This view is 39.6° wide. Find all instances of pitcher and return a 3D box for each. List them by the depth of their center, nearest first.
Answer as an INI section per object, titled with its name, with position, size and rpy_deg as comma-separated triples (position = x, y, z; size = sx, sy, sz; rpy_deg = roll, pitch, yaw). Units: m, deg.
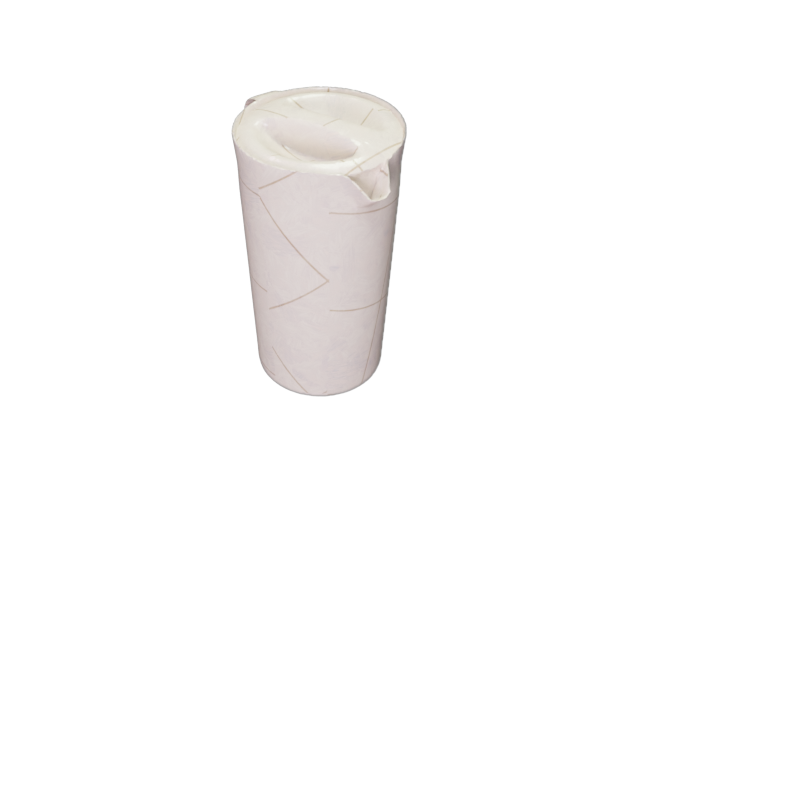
[pitcher]
position = -0.072, -0.131, 0.914
size = 0.147, 0.227, 0.158
rpy_deg = 8, 40, 6
